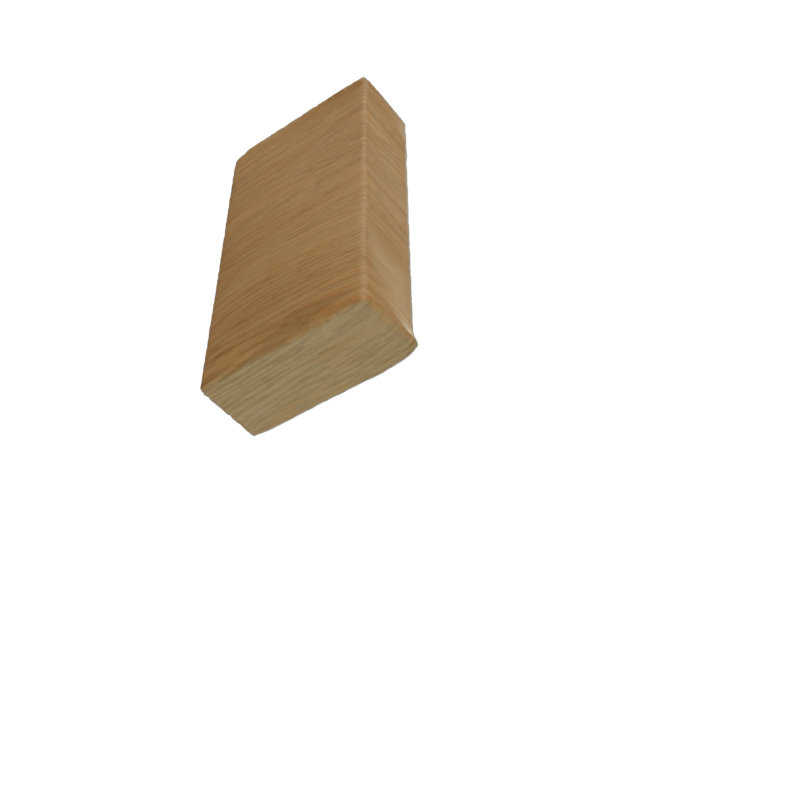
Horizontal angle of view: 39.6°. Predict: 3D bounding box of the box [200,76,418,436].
[{"bbox_3d":[-0.043,-0.077,0.539,0.093,0.189,0.045,-28,-50,23],"label":"box"}]
